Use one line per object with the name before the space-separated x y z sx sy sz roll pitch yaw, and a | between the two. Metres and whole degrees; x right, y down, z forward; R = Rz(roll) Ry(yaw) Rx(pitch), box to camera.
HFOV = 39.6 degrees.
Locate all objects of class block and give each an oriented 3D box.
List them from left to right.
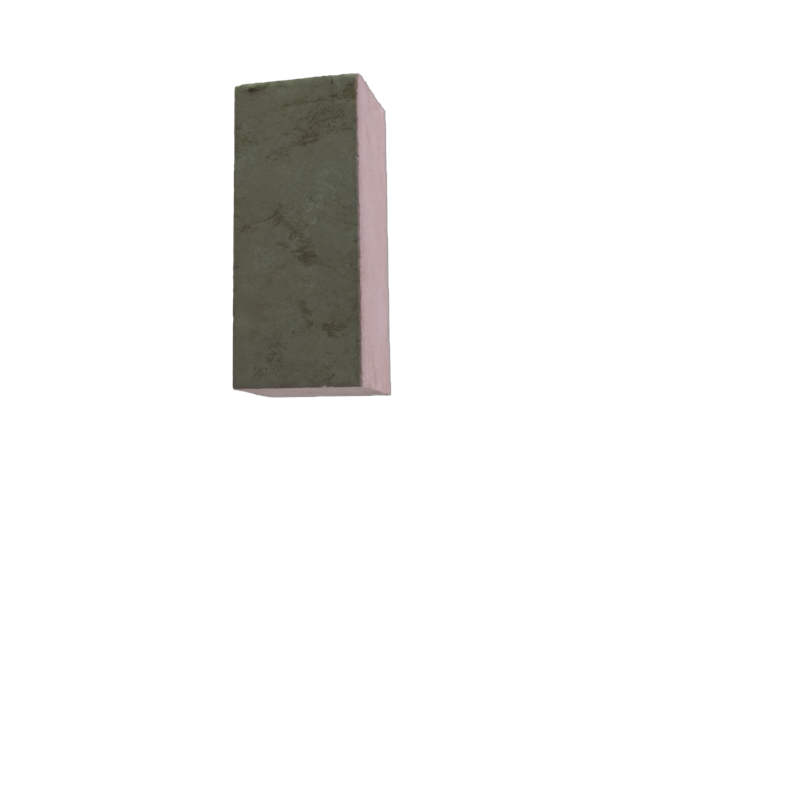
block | -0.060 -0.109 0.761 0.092 0.212 0.086 -3 -10 13
